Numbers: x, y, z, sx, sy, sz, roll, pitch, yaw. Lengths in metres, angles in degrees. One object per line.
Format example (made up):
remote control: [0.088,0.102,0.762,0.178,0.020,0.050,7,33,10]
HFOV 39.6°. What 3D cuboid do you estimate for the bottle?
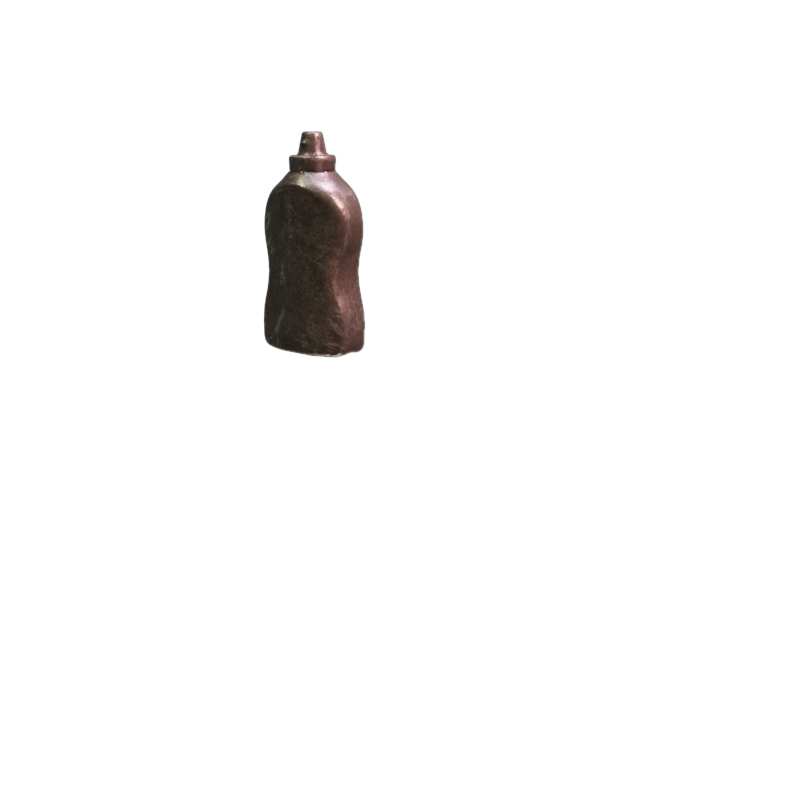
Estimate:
bottle: [-0.076,-0.138,0.968,0.101,0.188,0.057,8,10,41]
